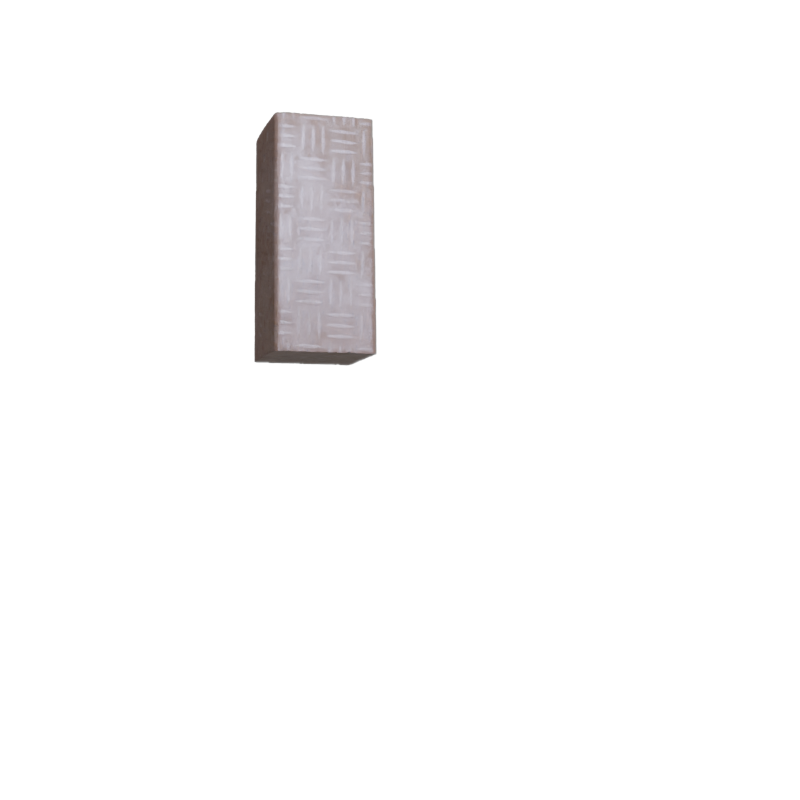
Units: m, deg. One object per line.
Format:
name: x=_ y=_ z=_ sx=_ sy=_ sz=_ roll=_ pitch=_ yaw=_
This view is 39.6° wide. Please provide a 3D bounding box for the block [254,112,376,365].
block: x=-0.077 y=-0.140 z=0.977 sx=0.089 sy=0.212 sz=0.090 roll=3 pitch=-12 yaw=-16
